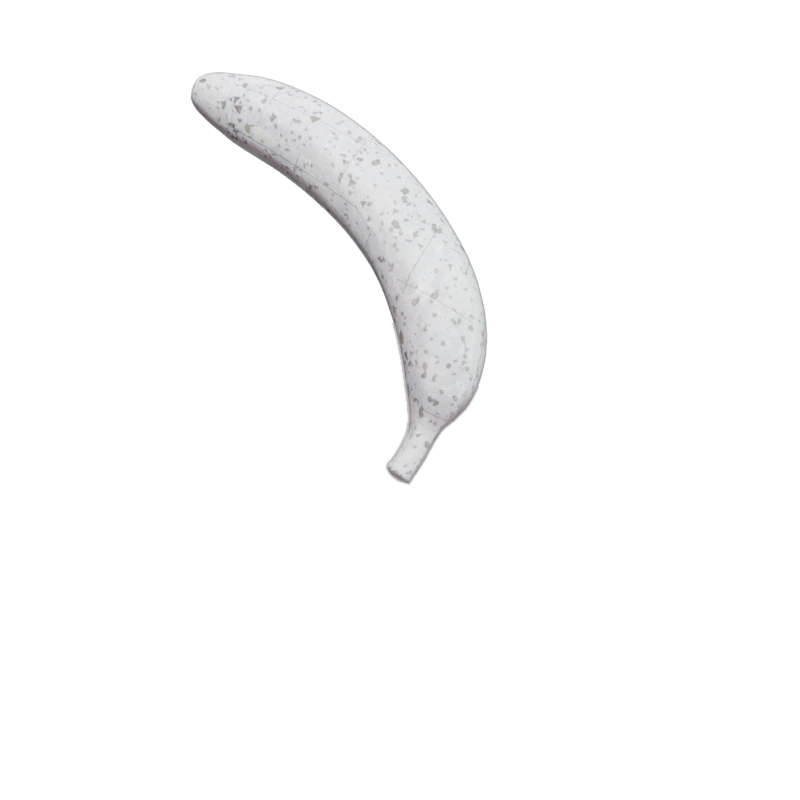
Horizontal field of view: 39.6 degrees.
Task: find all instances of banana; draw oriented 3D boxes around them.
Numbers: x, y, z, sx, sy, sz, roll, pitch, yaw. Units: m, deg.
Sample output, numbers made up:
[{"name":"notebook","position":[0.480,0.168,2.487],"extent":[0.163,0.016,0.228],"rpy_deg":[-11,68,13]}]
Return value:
[{"name":"banana","position":[-0.018,-0.070,0.457],"extent":[0.069,0.209,0.035],"rpy_deg":[-25,-20,-10]}]
